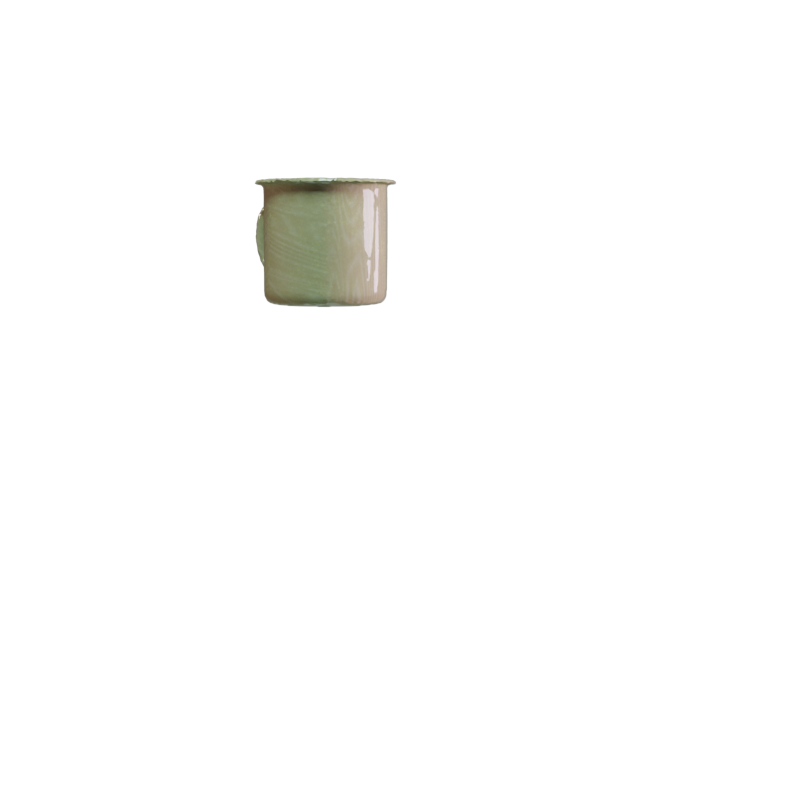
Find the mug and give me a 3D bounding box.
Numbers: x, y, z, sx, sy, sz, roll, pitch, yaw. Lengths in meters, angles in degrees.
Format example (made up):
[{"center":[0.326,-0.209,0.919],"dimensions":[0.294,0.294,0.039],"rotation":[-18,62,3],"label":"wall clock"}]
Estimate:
[{"center":[-0.058,-0.106,0.742],"dimensions":[0.090,0.081,0.122],"rotation":[-5,8,-44],"label":"mug"}]
